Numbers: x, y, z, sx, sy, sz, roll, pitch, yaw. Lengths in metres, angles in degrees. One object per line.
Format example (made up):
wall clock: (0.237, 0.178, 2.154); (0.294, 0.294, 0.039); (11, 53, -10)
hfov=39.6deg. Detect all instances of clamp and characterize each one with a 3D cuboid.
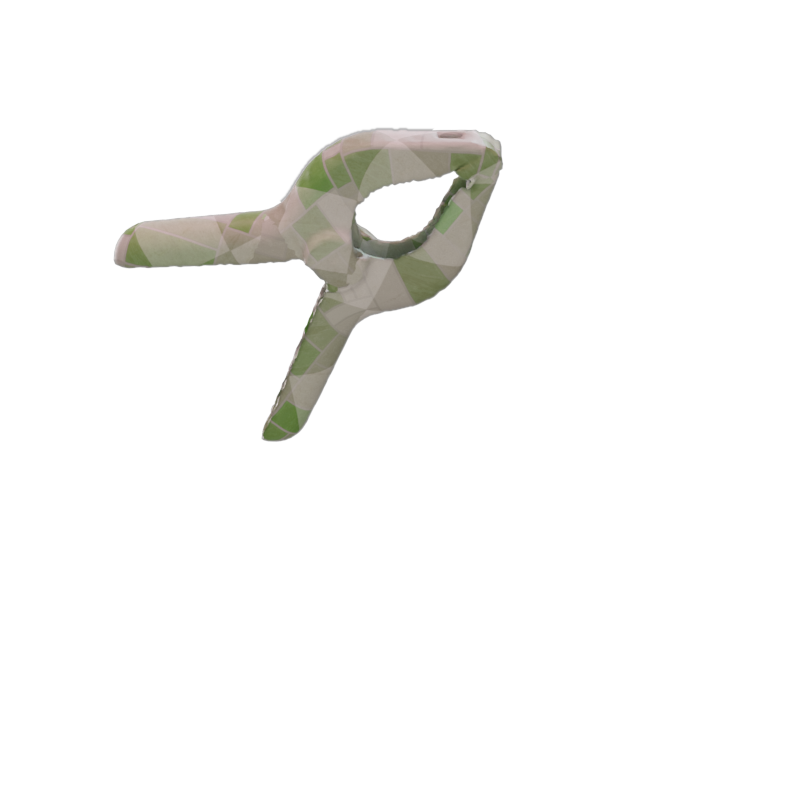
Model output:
clamp: (-0.037, -0.068, 0.478); (0.169, 0.115, 0.041); (-42, 19, 17)
